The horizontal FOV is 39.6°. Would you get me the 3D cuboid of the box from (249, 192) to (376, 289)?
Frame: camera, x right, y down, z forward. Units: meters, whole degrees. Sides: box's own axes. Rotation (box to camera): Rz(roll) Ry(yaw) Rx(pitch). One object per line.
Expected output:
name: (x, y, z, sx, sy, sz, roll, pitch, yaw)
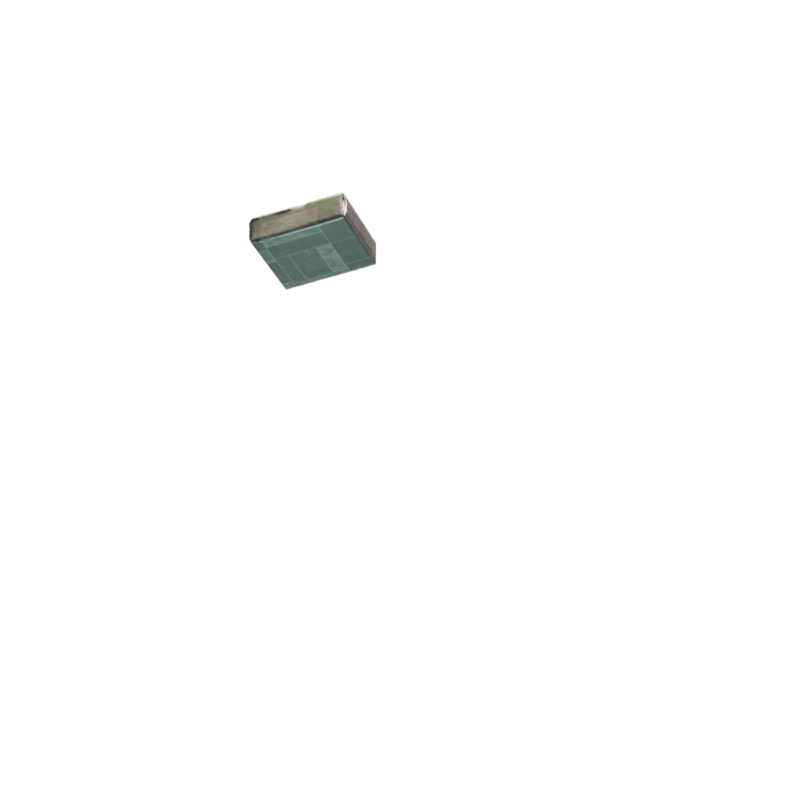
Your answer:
box: (-0.074, -0.135, 0.948, 0.090, 0.032, 0.067, -13, -36, 18)
